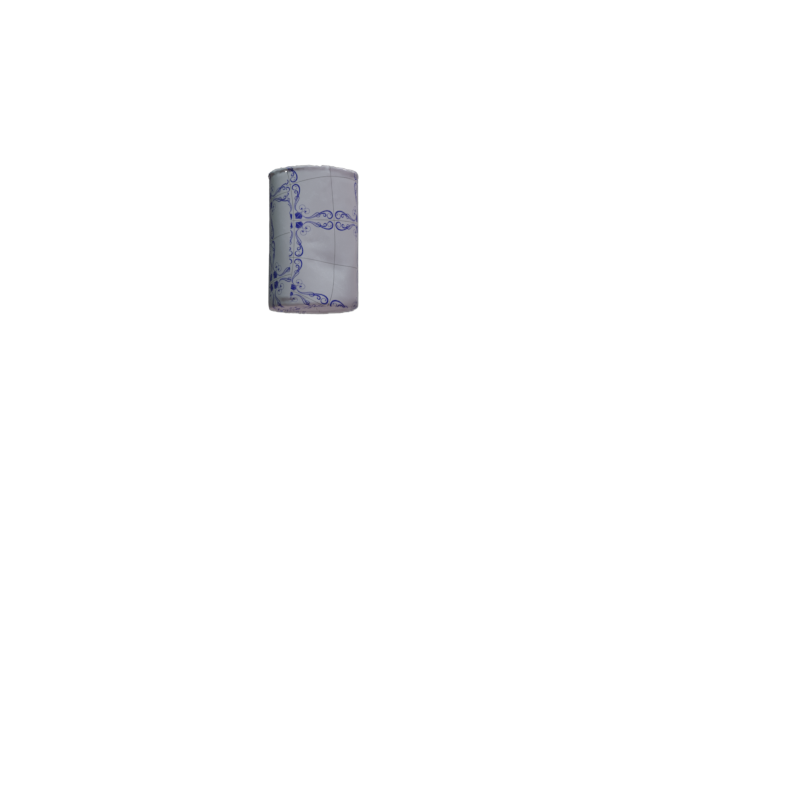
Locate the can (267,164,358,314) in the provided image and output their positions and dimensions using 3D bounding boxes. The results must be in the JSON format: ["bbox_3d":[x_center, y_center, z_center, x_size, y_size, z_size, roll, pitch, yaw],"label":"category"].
[{"bbox_3d":[-0.064,-0.117,0.821,0.068,0.104,0.067,0,-6,-2],"label":"can"}]
